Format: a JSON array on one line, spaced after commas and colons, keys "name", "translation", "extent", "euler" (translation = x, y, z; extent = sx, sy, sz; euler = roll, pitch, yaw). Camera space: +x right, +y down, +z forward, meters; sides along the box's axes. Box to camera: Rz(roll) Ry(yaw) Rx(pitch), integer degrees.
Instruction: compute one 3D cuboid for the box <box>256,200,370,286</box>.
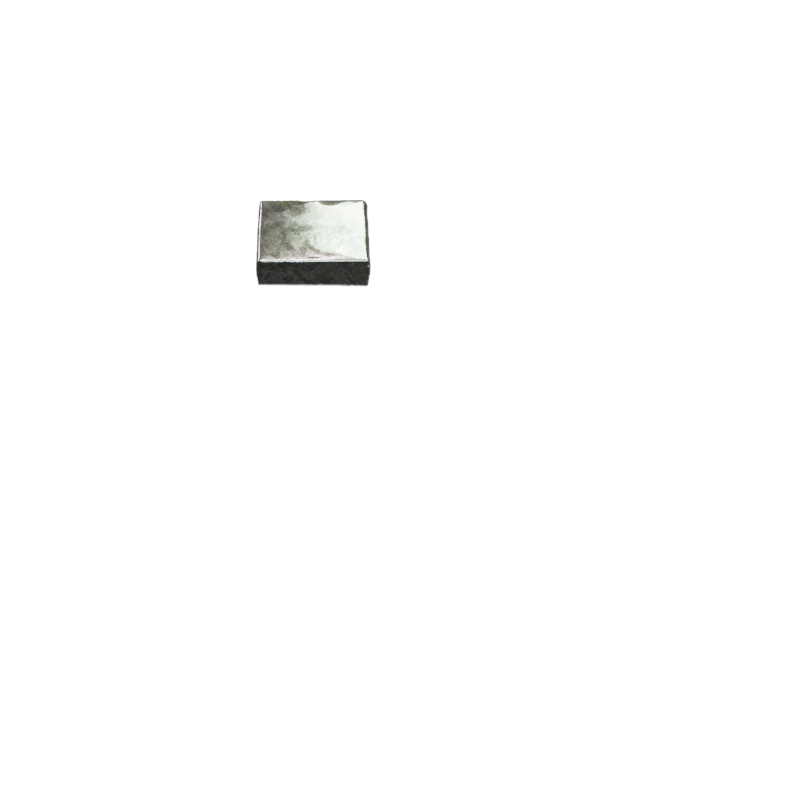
[{"name": "box", "translation": [-0.069, -0.126, 0.884], "extent": [0.089, 0.078, 0.028], "euler": [-1, -43, -1]}]
